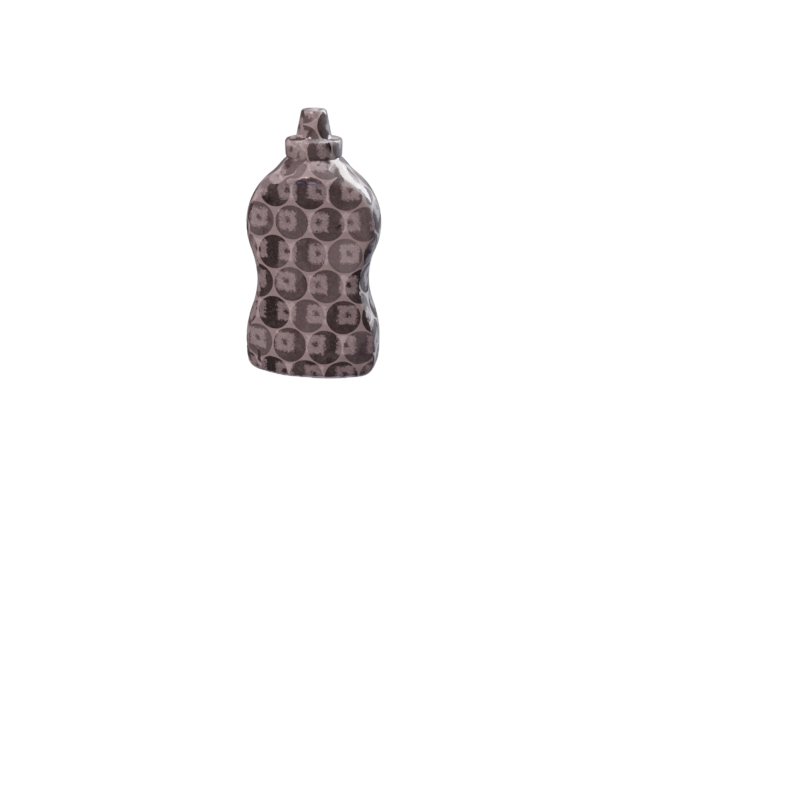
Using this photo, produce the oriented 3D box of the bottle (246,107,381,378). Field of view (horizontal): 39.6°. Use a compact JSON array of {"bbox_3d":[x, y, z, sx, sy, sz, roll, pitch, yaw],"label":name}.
[{"bbox_3d":[-0.063,-0.114,0.800,0.098,0.185,0.059,5,16,12],"label":"bottle"}]
